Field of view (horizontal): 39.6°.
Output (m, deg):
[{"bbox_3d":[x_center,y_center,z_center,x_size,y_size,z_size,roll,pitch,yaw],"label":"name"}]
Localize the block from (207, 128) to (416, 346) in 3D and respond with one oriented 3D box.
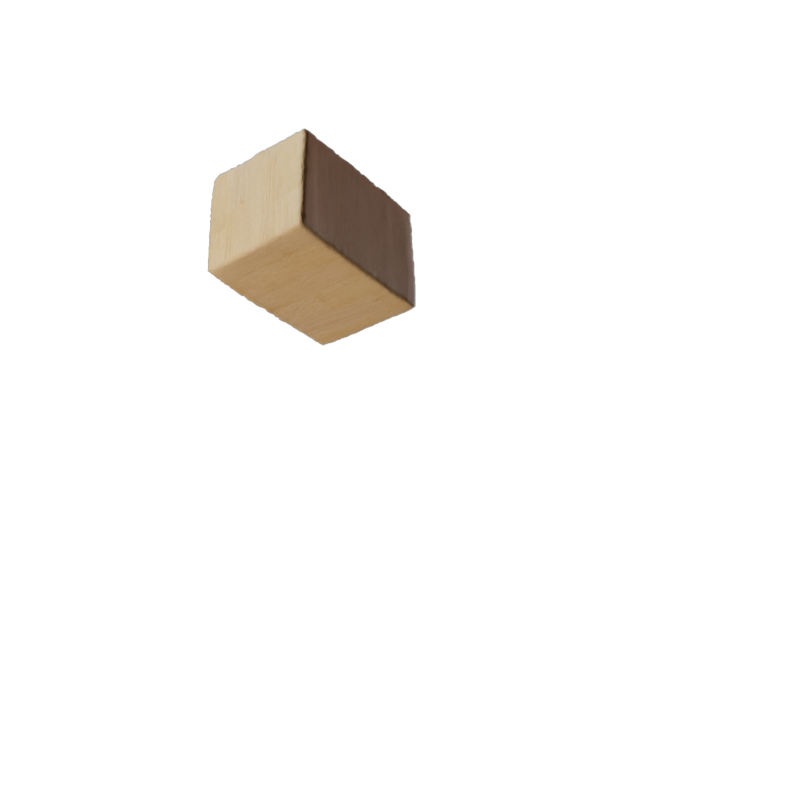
[{"bbox_3d":[-0.037,-0.067,0.471,0.053,0.055,0.072,-23,-38,30],"label":"block"}]
